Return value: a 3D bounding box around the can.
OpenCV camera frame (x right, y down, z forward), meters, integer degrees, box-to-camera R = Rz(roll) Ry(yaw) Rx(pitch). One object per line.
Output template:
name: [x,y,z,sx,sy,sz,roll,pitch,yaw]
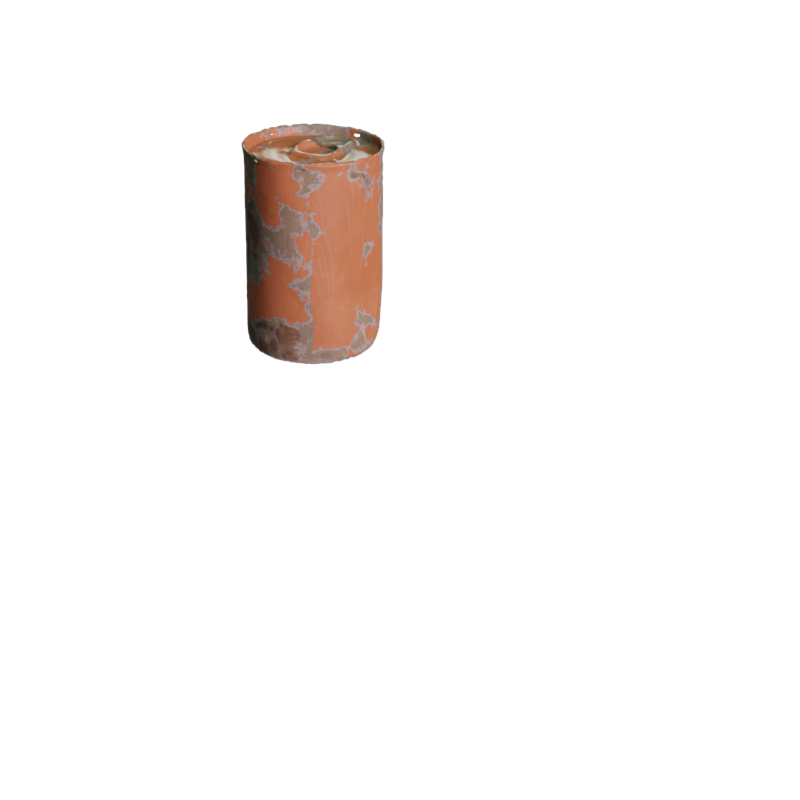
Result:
can: [-0.043,-0.078,0.545,0.068,0.097,0.072,0,25,-2]
